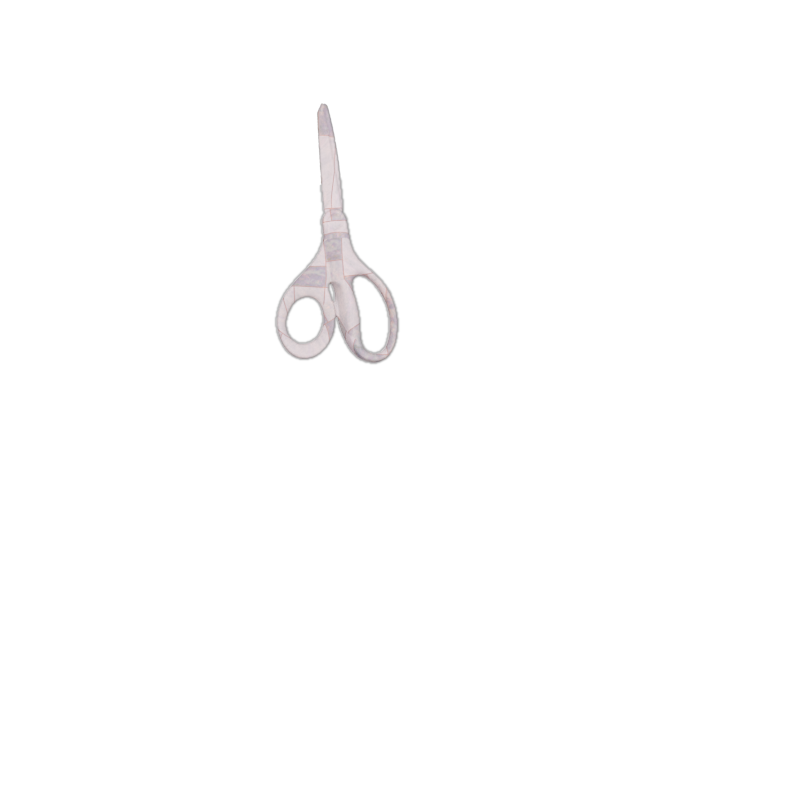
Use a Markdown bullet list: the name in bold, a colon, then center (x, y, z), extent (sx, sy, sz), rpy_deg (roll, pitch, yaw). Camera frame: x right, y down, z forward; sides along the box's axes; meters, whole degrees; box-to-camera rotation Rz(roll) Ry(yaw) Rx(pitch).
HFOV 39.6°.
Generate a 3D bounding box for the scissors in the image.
- **scissors**: center (-0.064, -0.117, 0.820), extent (0.096, 0.210, 0.015), rpy_deg (-20, -15, -6)
